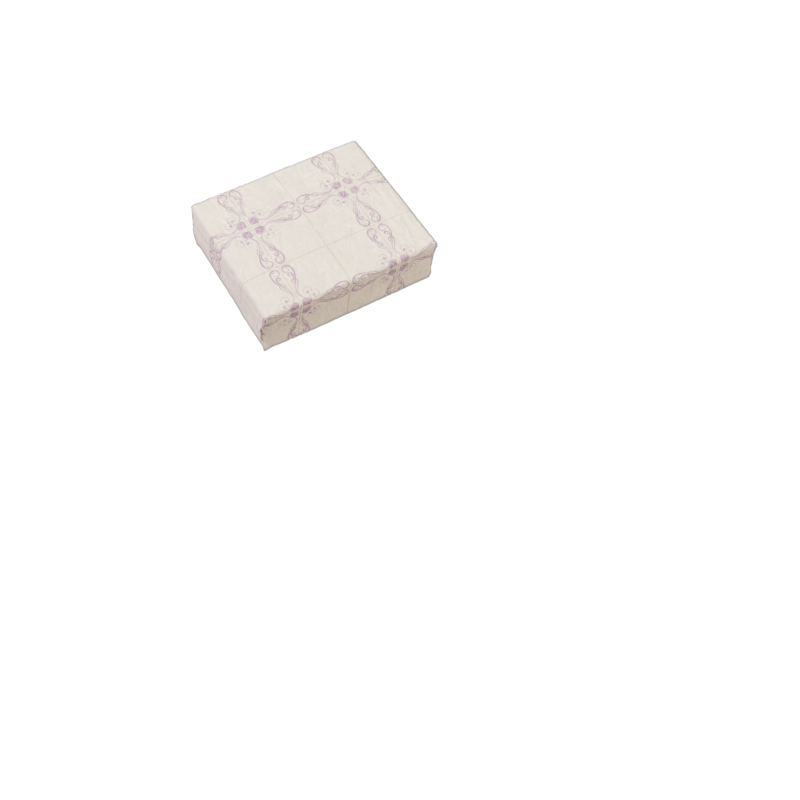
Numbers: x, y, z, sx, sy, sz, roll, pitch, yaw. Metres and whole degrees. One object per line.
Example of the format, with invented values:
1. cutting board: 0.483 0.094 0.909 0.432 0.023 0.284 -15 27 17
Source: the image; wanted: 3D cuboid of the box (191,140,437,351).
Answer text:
1. box: -0.050 -0.091 0.634 0.113 0.096 0.036 -27 -30 -18
